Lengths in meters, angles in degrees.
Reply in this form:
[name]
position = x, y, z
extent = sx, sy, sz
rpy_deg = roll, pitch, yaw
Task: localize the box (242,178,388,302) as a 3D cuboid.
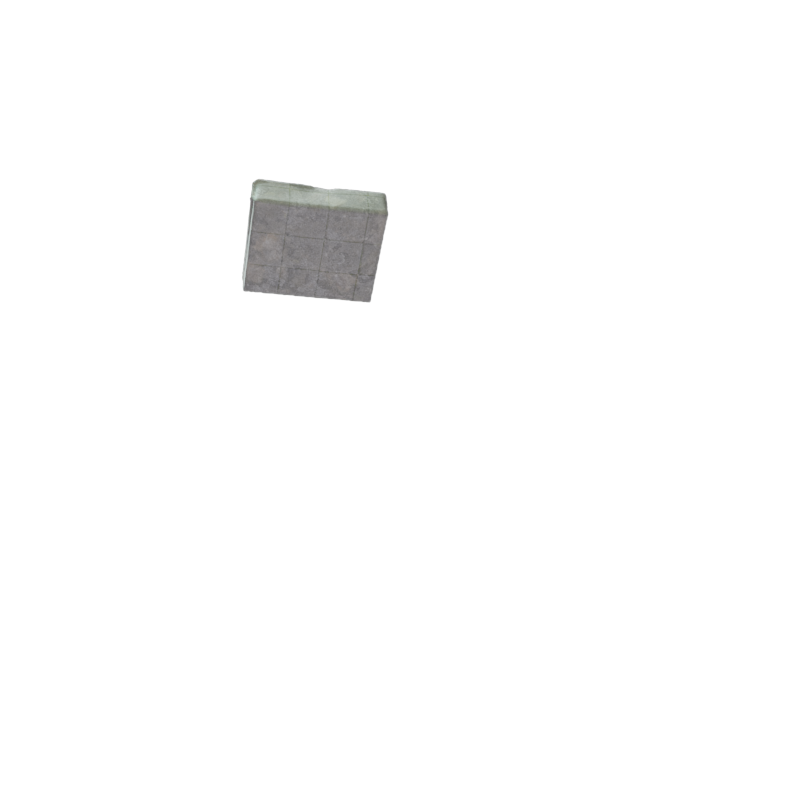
[box]
position = -0.058, -0.105, 0.733
extent = 0.089, 0.069, 0.032
rpy_deg = 6, 37, -5
